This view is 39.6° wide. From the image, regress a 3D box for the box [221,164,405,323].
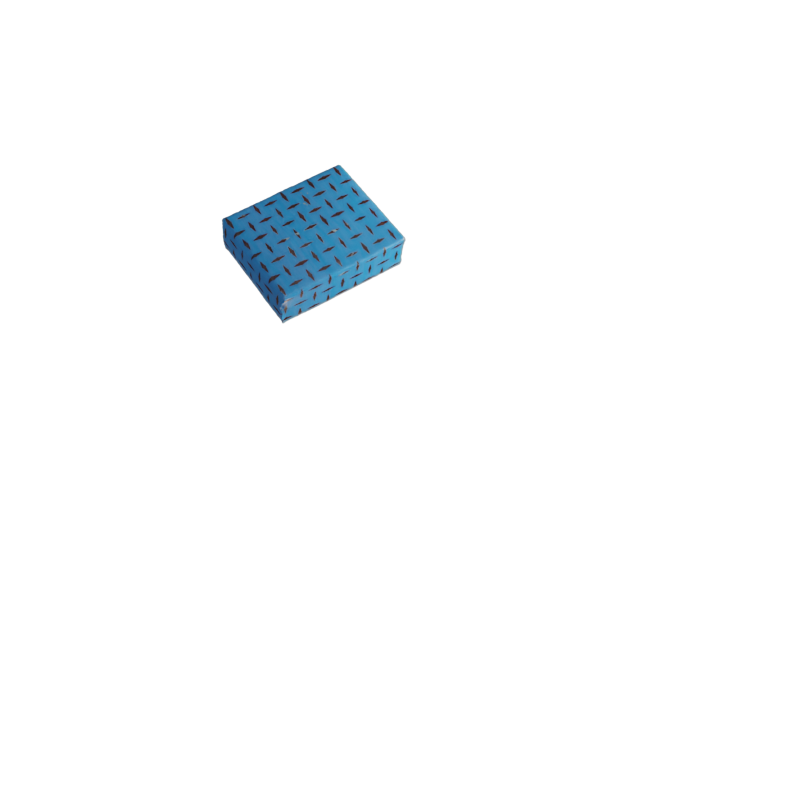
[{"bbox_3d":[-0.067,-0.122,0.853,0.113,0.096,0.036,-30,-30,-20],"label":"box"}]
